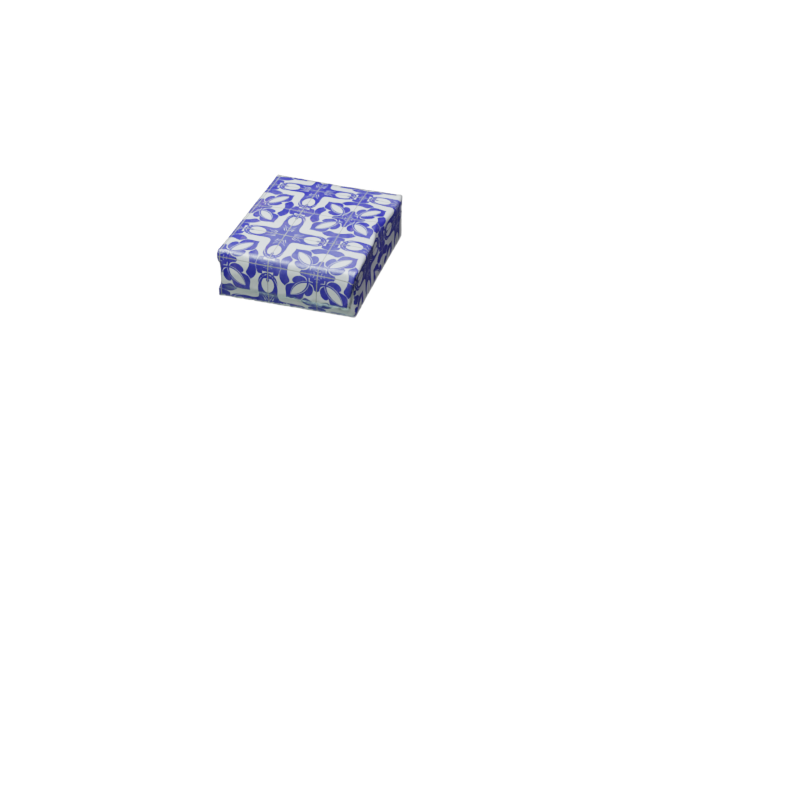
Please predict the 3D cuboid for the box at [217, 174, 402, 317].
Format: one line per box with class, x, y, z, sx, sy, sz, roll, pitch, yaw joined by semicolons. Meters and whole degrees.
box;-0.045;-0.082;0.576;0.075;0.028;0.093;10;37;14
